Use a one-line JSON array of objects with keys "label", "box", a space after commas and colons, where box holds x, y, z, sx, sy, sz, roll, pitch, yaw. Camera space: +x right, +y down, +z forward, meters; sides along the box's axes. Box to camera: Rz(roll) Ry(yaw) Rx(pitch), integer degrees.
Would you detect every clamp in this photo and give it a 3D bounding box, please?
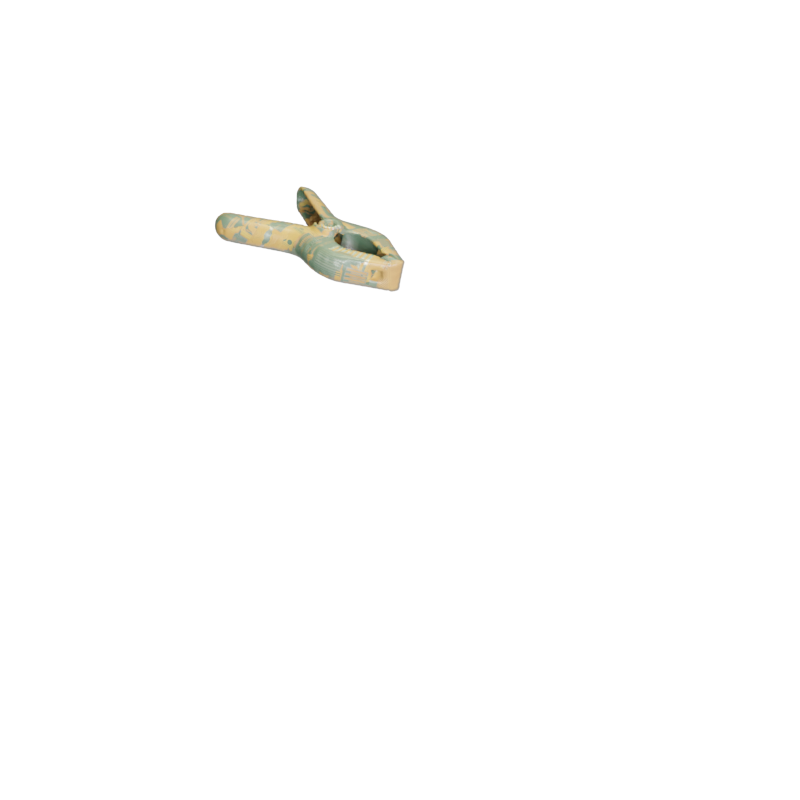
[{"label": "clamp", "box": [-0.076, -0.138, 0.966, 0.119, 0.037, 0.184, -25, 41, -33]}]
